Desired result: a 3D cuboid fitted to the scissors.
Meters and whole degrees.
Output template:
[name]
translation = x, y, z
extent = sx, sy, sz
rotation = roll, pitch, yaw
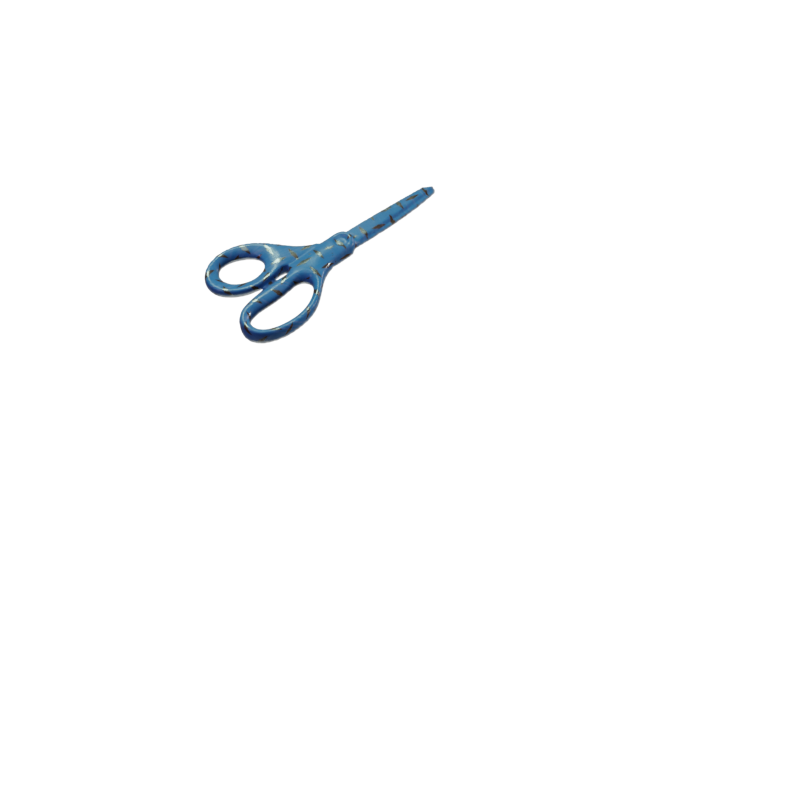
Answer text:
[scissors]
translation = -0.064, -0.118, 0.823
extent = 0.100, 0.015, 0.207
rotation = 24, 53, 20
